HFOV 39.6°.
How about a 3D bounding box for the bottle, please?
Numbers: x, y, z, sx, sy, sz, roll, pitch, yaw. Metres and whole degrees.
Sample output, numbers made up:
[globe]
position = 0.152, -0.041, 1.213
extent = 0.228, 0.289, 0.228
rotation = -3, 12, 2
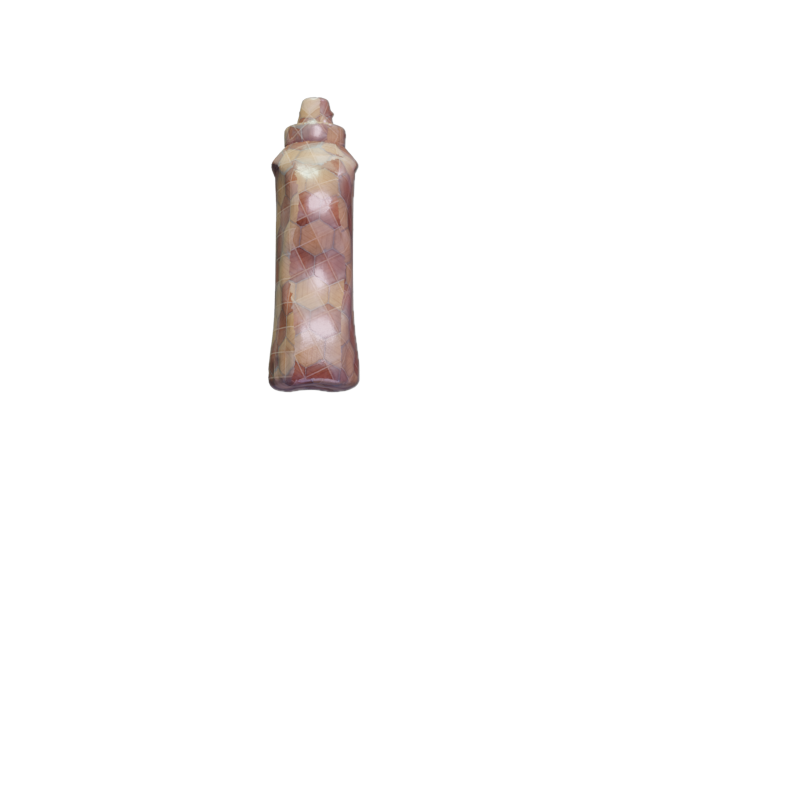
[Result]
[bottle]
position = -0.056, -0.103, 0.722
extent = 0.058, 0.196, 0.094
rotation = 0, -9, -5
